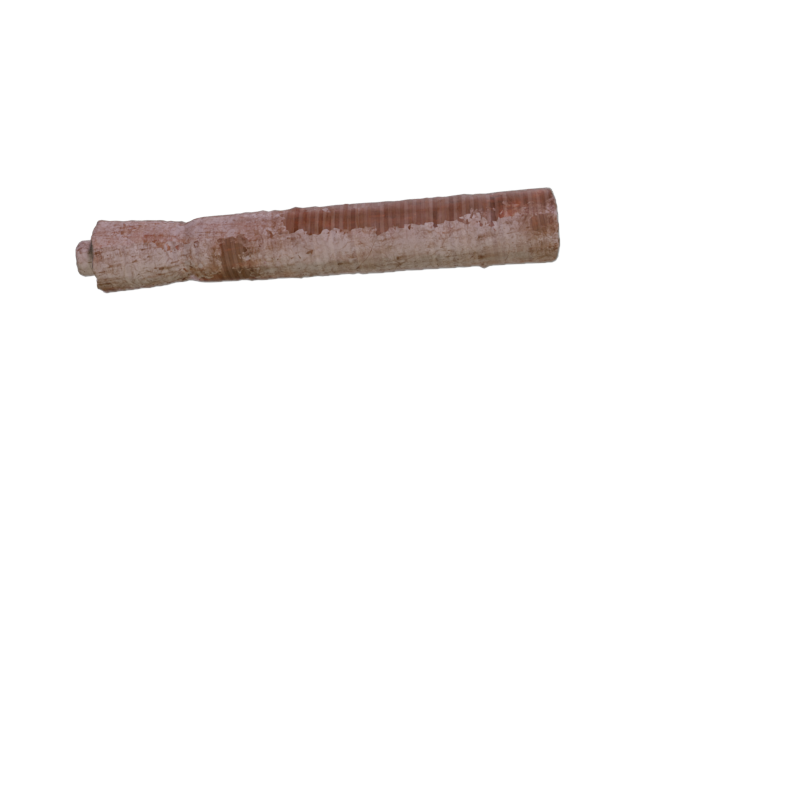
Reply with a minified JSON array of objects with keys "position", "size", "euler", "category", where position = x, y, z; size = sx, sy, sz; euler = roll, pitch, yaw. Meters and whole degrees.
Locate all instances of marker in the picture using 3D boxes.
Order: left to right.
[{"position":[-0.022,-0.040,0.281],"size":[0.121,0.020,0.020],"euler":[-4,4,5],"category":"marker"}]
